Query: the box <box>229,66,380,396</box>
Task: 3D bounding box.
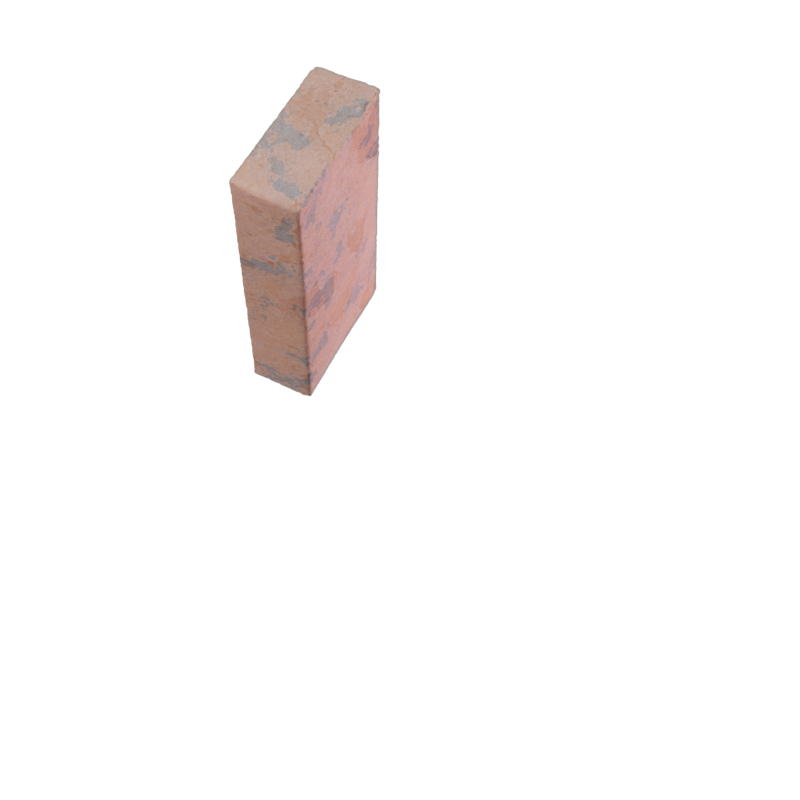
[{"bbox_3d":[-0.048,-0.088,0.615,0.049,0.097,0.165,24,-30,10],"label":"box"}]
